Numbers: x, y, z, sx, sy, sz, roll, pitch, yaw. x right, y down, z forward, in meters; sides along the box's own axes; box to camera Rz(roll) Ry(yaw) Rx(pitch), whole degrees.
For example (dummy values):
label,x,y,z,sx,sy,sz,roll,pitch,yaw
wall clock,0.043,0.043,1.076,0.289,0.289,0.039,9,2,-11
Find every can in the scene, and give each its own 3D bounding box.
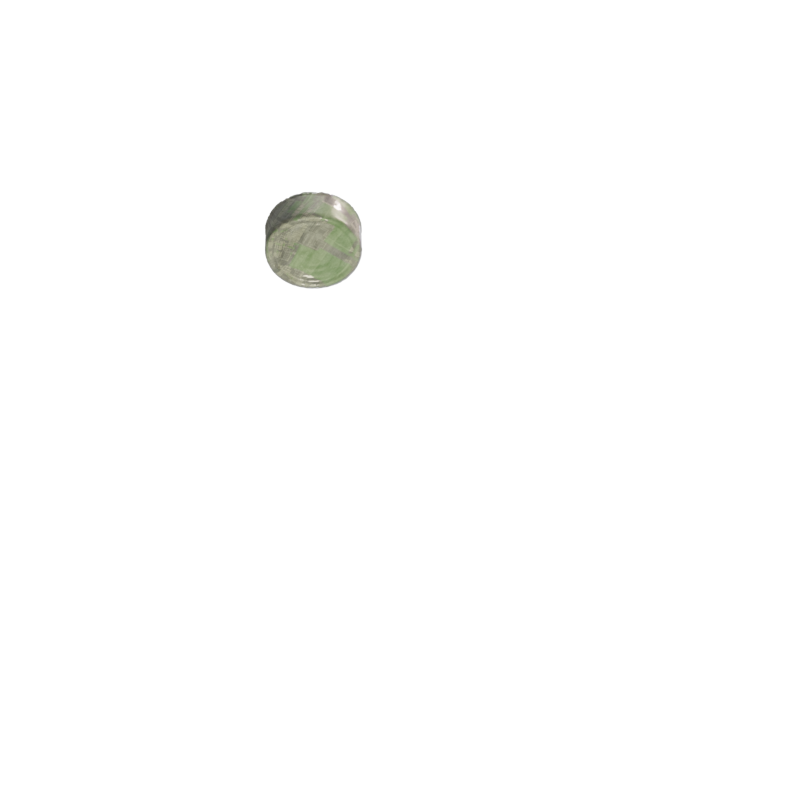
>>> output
label,x,y,z,sx,sy,sz,roll,pitch,yaw
can,-0.076,-0.139,0.972,0.086,0.080,0.036,1,44,-1
